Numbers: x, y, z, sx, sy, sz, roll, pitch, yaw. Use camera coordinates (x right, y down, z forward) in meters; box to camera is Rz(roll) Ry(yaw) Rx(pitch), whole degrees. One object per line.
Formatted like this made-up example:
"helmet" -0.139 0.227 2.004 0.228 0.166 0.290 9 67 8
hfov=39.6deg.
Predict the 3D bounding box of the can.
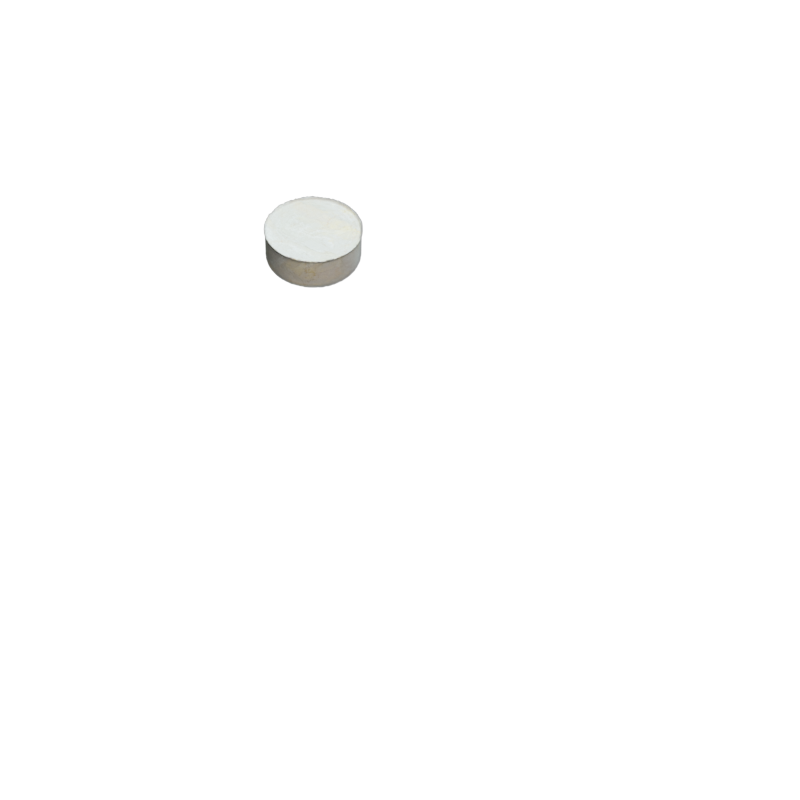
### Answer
"can" -0.076 -0.138 0.968 0.086 0.092 0.031 -1 -44 -1
